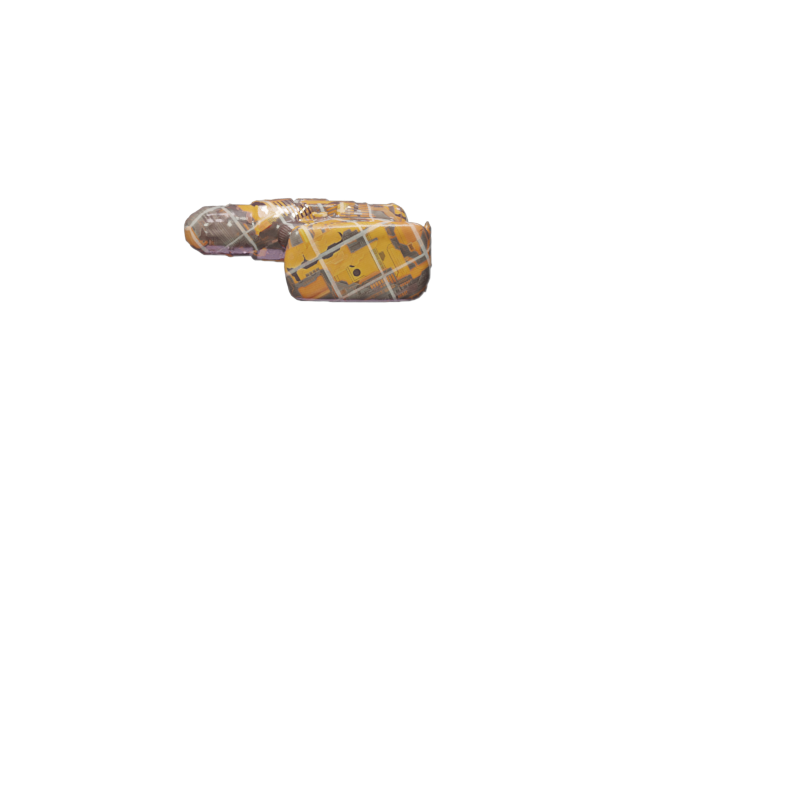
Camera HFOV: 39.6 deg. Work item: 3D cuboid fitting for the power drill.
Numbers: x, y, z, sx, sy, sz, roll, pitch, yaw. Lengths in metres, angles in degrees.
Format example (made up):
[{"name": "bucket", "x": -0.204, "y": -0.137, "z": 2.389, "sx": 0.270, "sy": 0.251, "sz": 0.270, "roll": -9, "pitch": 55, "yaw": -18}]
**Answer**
[{"name": "power drill", "x": -0.066, "y": -0.120, "z": 0.840, "sx": 0.182, "sy": 0.055, "sz": 0.197, "roll": -4, "pitch": 18, "yaw": -13}]
